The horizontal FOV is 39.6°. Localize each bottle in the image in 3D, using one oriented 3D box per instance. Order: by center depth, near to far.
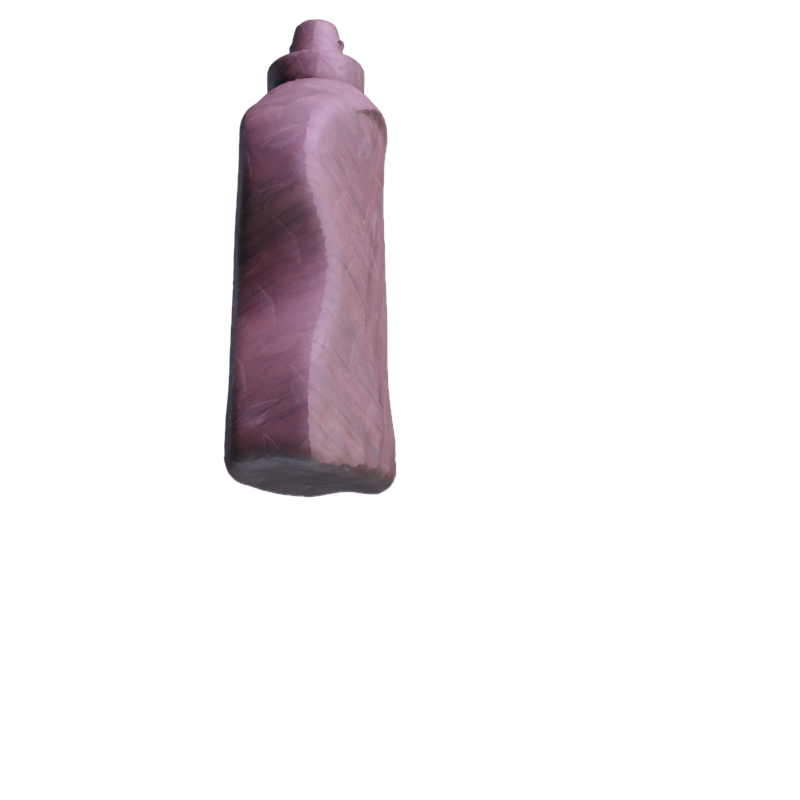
[{"bbox_3d":[-0.034,-0.063,0.440,0.059,0.200,0.090,-7,-18,16],"label":"bottle"}]
